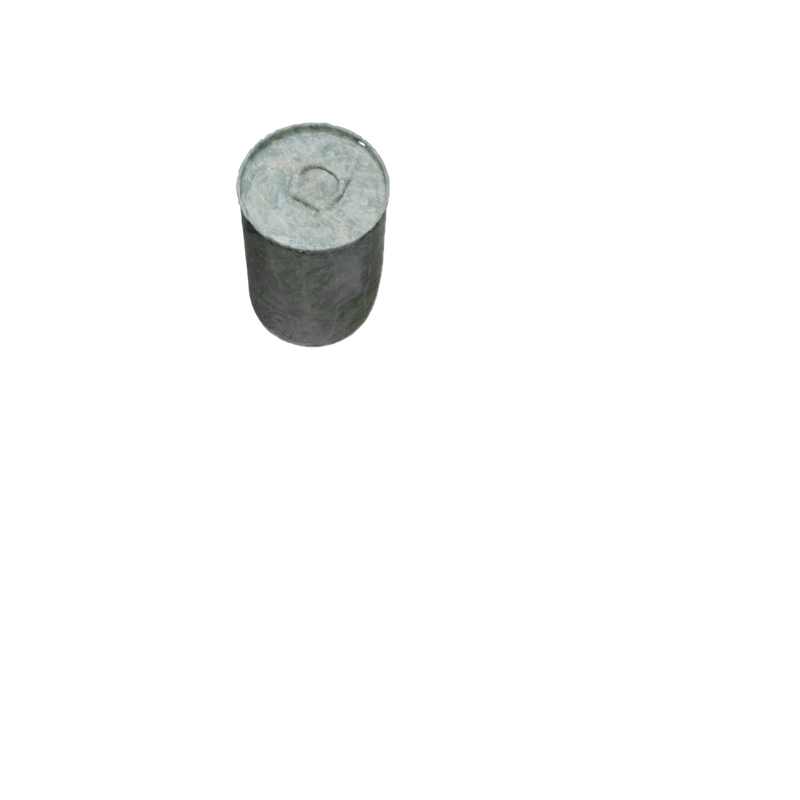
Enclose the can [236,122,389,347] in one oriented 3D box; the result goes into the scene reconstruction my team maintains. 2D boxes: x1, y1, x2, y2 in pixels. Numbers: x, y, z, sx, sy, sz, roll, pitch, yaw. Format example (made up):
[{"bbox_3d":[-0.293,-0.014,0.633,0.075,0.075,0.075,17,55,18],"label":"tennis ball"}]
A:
[{"bbox_3d":[-0.042,-0.076,0.532,0.068,0.073,0.096,0,-25,-3],"label":"can"}]
